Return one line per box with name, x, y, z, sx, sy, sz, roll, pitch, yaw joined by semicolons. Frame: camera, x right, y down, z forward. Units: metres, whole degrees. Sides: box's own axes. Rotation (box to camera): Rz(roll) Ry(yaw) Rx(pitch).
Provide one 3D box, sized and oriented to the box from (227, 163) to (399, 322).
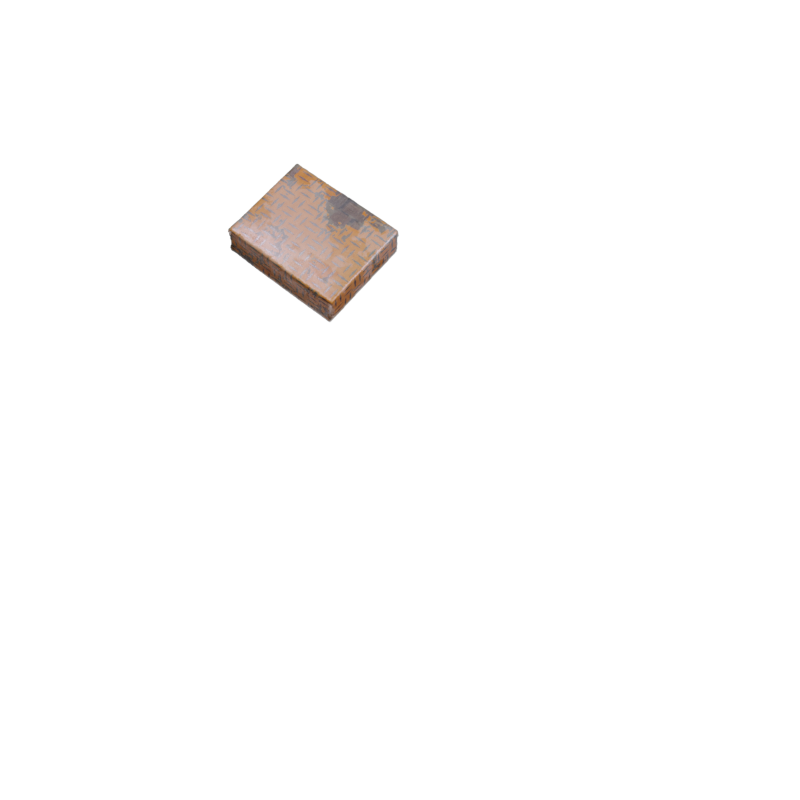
box;-0.072;-0.132;0.922;0.119;0.091;0.036;34;-26;19
